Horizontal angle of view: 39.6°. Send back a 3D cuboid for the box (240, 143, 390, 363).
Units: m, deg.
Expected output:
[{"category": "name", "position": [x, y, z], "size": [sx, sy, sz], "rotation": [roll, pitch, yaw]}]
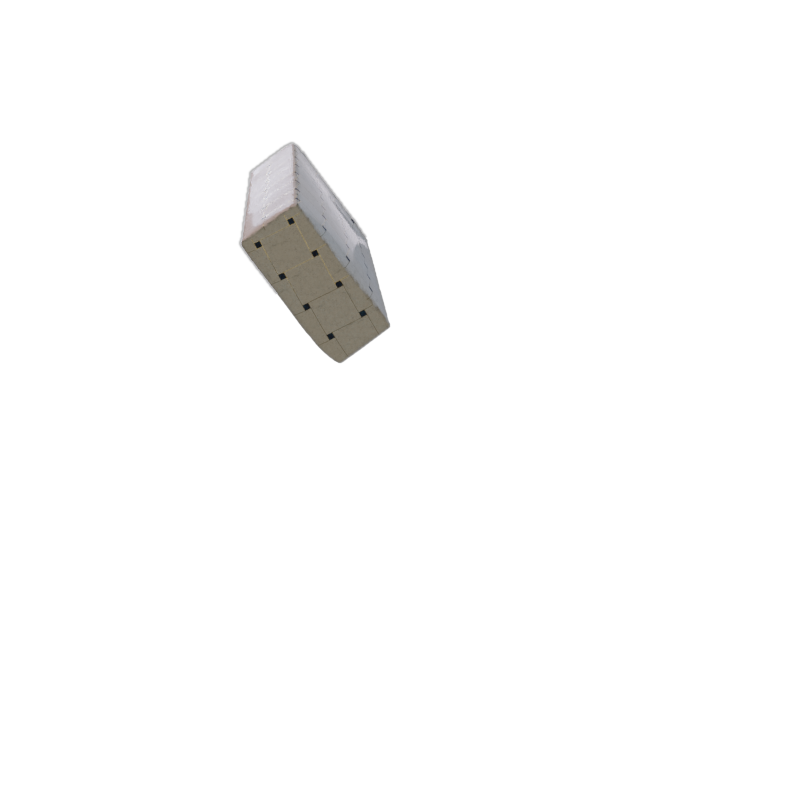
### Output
[{"category": "box", "position": [-0.054, -0.100, 0.696], "size": [0.048, 0.089, 0.185], "rotation": [-34, 22, 11]}]
